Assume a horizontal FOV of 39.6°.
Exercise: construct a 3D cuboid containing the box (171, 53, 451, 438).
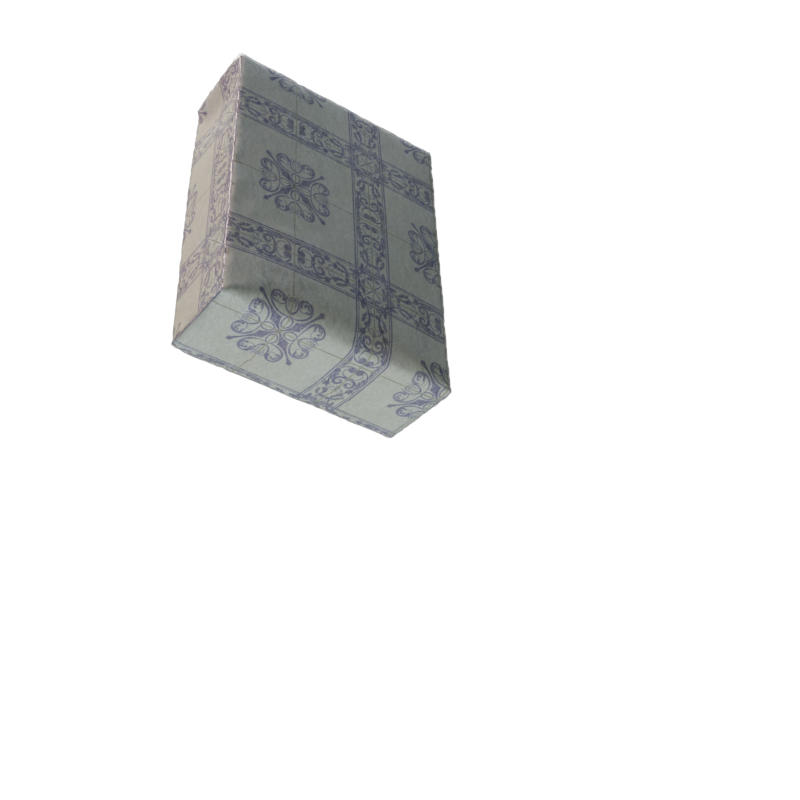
[{"bbox_3d":[-0.056,-0.102,0.718,0.156,0.229,0.070,22,-46,-27],"label":"box"}]
